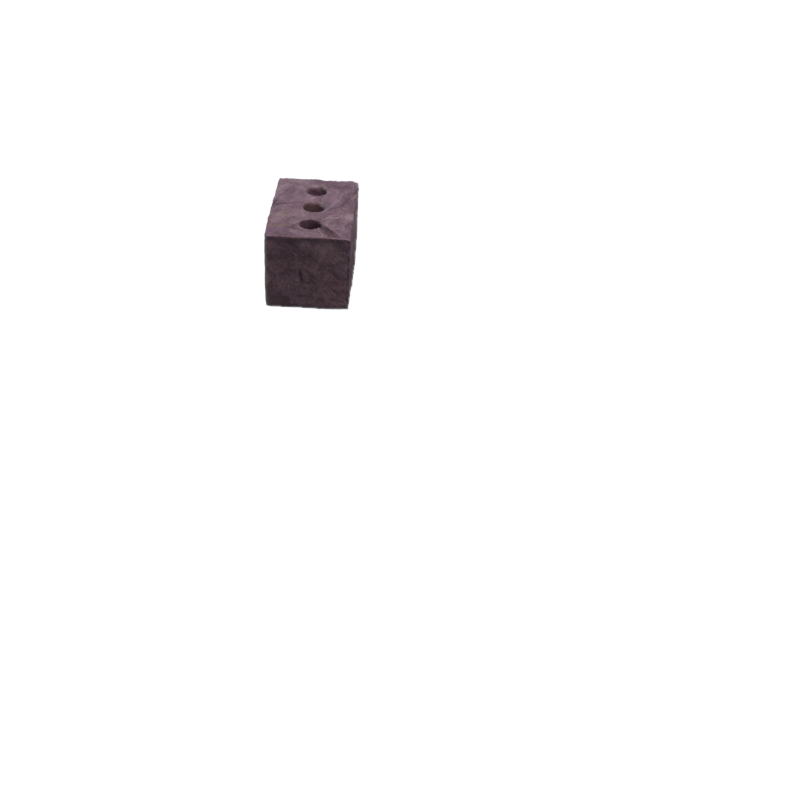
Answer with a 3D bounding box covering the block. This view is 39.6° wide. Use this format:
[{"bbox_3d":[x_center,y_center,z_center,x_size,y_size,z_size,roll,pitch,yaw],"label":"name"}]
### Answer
[{"bbox_3d":[-0.054,-0.099,0.691,0.053,0.048,0.083,2,35,1],"label":"block"}]
